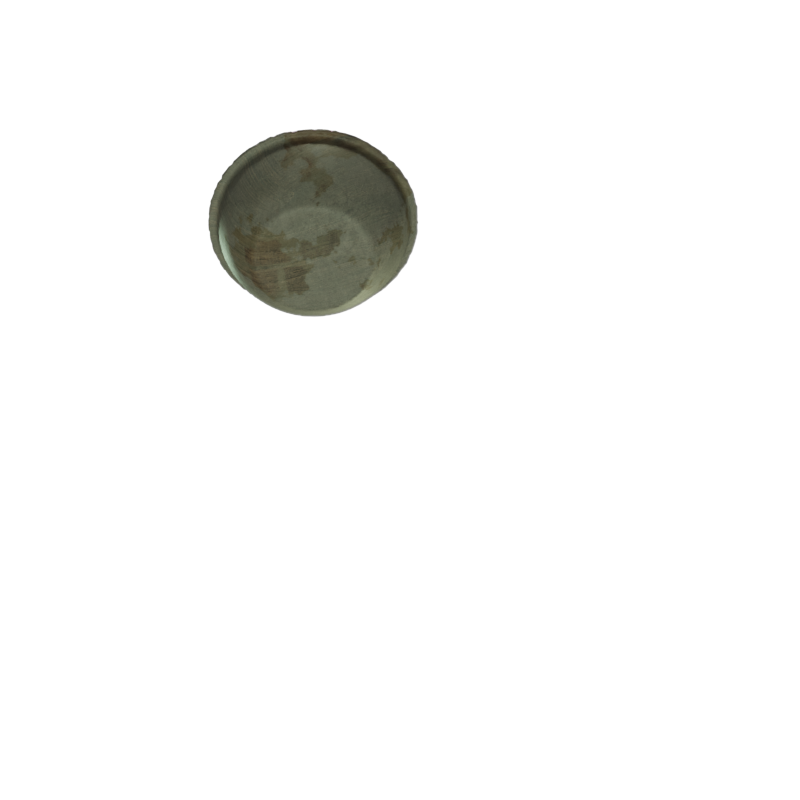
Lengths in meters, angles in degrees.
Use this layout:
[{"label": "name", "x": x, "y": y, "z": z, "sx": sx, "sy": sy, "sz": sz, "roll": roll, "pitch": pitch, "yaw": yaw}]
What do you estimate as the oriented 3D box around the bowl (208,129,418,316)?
[{"label": "bowl", "x": -0.065, "y": -0.119, "z": 0.831, "sx": 0.162, "sy": 0.152, "sz": 0.059, "roll": 1, "pitch": 33, "yaw": -1}]
